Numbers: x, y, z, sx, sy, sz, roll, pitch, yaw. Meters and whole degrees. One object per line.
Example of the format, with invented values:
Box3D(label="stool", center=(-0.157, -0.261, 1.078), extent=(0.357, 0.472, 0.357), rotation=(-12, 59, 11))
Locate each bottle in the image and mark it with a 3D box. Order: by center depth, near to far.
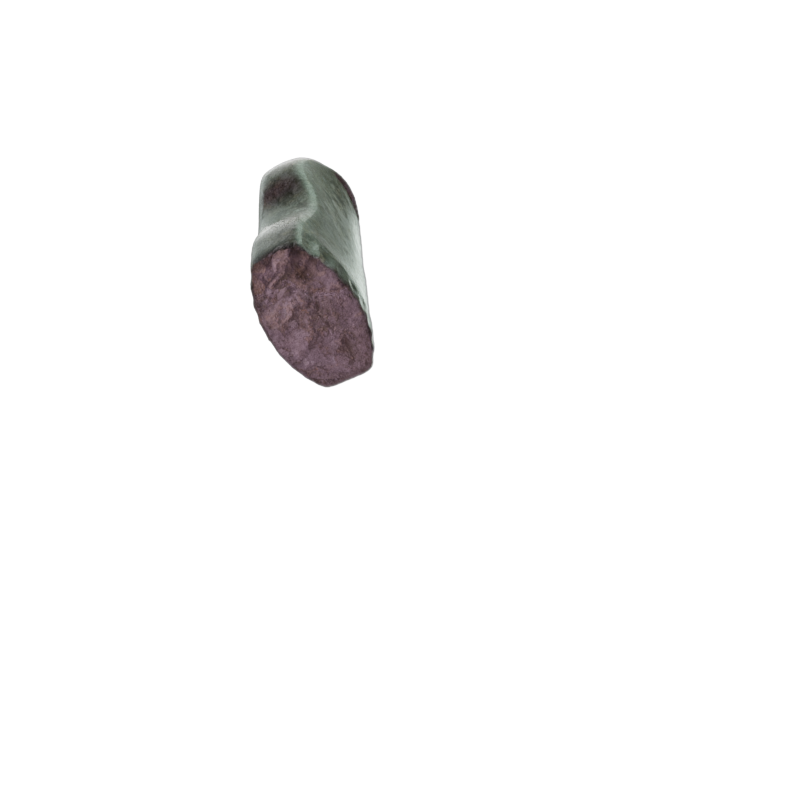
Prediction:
Box3D(label="bottle", center=(-0.055, -0.100, 0.699), extent=(0.058, 0.090, 0.204), rotation=(-26, 32, 13))
